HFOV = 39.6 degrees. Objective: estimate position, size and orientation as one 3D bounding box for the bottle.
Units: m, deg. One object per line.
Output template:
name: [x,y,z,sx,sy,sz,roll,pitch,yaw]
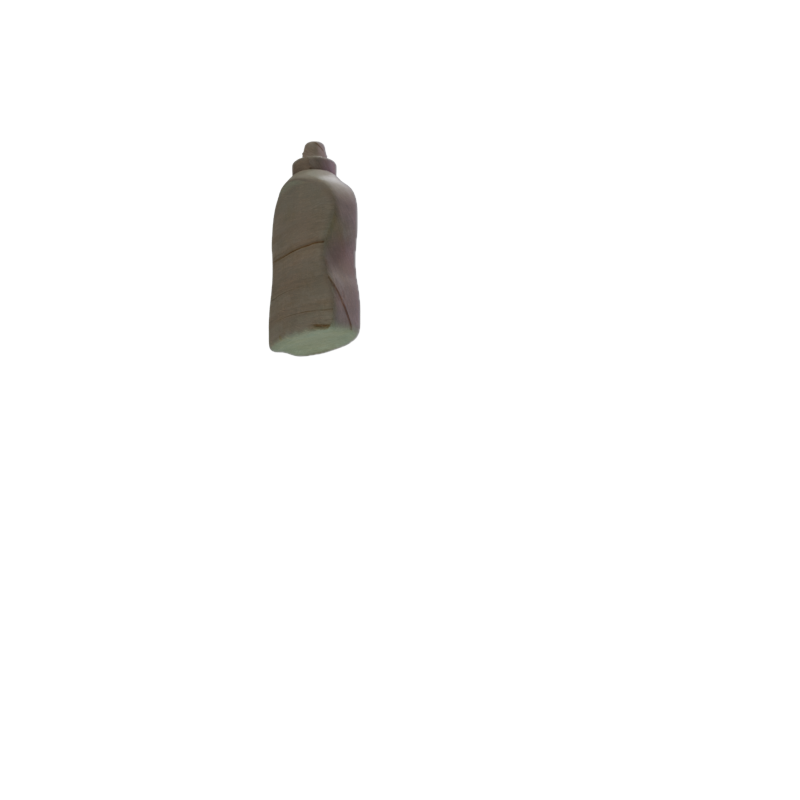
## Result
bottle: [-0.077,-0.141,0.987,0.055,0.201,0.096,13,-24,-36]
